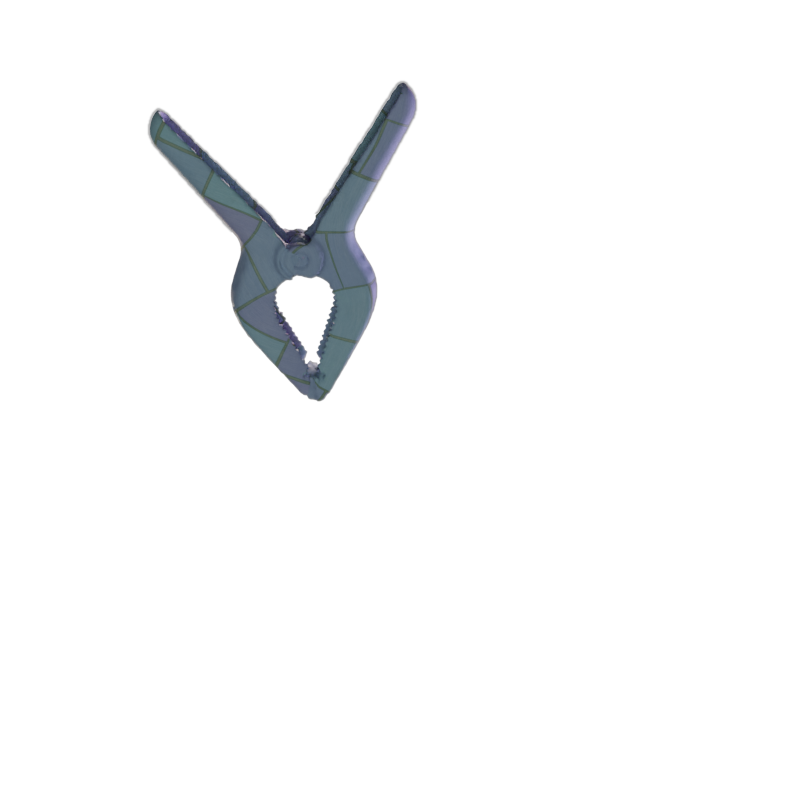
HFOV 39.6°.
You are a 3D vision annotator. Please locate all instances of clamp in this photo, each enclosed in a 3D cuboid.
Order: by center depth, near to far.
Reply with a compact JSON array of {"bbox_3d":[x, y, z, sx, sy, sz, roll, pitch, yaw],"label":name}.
[{"bbox_3d":[-0.056,-0.101,0.710,0.165,0.200,0.038,-12,19,4],"label":"clamp"}]
